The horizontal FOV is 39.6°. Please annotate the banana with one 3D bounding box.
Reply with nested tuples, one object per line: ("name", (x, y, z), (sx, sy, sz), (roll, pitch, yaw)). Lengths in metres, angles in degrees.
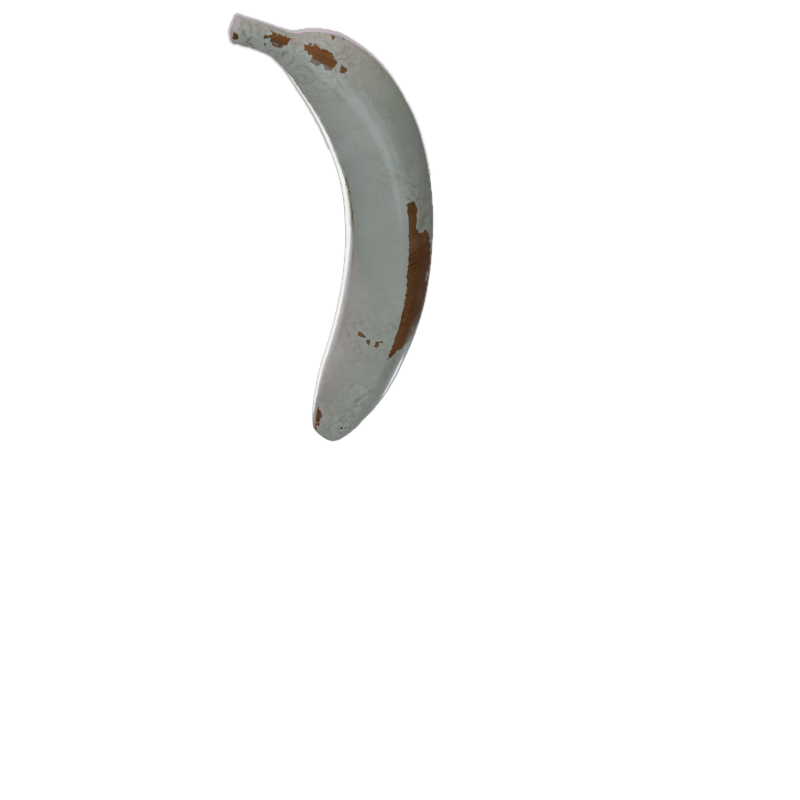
("banana", (-0.019, -0.074, 0.471), (0.070, 0.187, 0.039), (-9, 24, 3))
